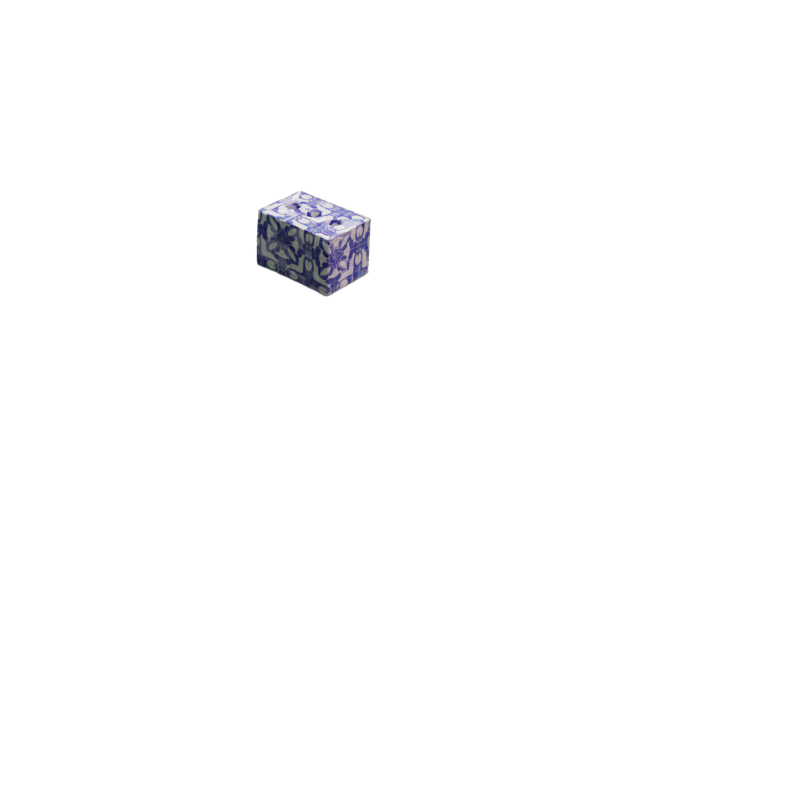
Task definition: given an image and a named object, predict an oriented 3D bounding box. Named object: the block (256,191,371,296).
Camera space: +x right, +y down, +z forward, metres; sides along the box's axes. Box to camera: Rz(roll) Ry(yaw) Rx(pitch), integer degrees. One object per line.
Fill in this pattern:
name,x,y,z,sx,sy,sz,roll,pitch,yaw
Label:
block,-0.069,-0.125,0.878,0.083,0.048,0.053,25,39,33
